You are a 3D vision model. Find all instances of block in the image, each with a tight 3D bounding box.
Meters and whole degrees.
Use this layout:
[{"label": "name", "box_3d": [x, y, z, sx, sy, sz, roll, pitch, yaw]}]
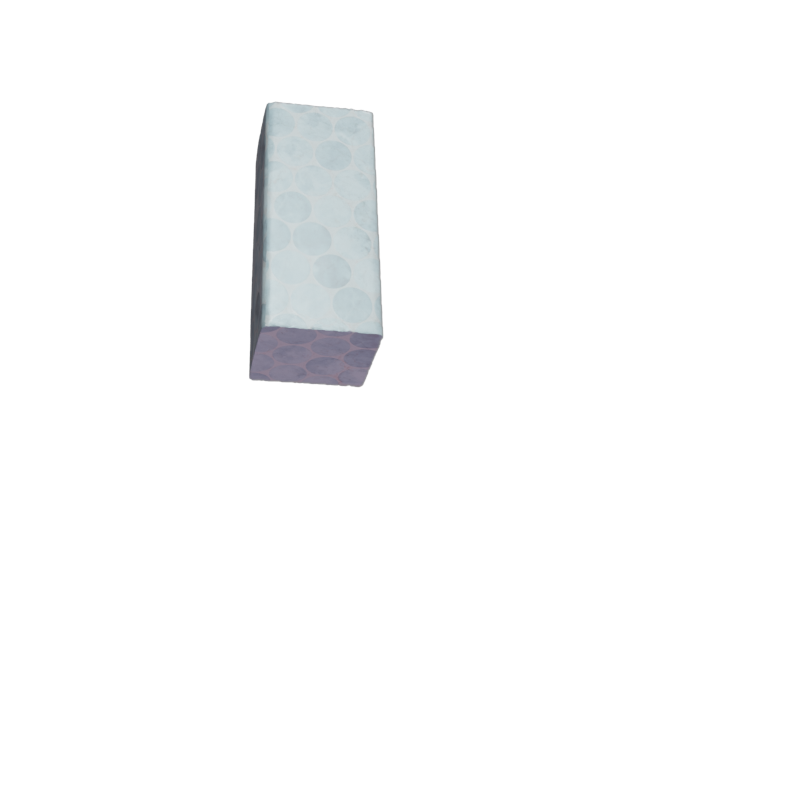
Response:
[{"label": "block", "box_3d": [-0.069, -0.125, 0.876, 0.089, 0.220, 0.086, 4, -31, -10]}]
